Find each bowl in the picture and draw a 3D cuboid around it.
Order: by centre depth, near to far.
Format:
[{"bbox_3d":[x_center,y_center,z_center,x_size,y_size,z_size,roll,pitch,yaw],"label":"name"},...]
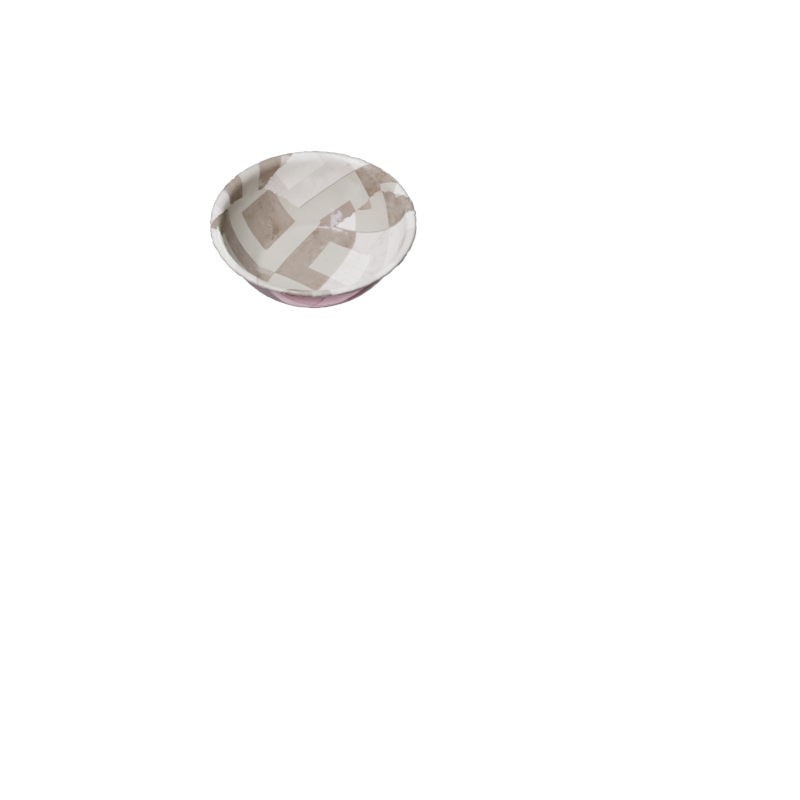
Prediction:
[{"bbox_3d":[-0.069,-0.126,0.885,0.162,0.174,0.051,-1,-41,-1],"label":"bowl"}]
